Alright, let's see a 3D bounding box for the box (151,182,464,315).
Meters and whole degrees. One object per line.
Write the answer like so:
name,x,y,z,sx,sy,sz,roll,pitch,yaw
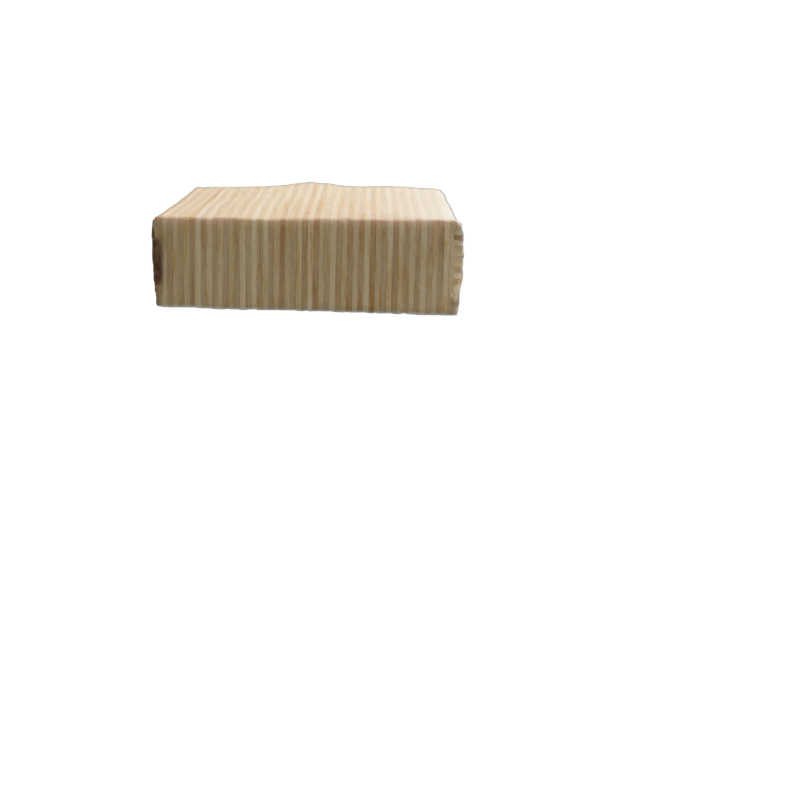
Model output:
box,-0.027,-0.050,0.348,0.089,0.029,0.075,0,16,1
